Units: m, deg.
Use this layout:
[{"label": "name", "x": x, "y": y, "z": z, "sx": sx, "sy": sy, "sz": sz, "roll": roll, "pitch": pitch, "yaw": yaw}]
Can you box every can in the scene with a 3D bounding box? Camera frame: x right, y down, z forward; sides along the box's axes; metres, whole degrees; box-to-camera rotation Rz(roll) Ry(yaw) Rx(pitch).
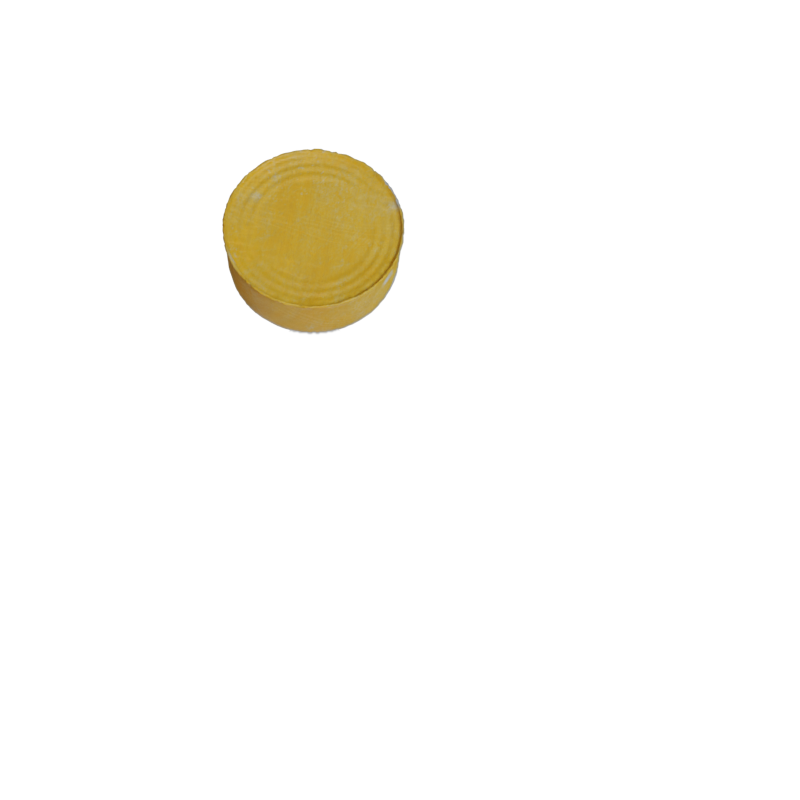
[{"label": "can", "x": -0.042, "y": -0.076, "z": 0.535, "sx": 0.086, "sy": 0.091, "sz": 0.032, "roll": -1, "pitch": -26, "yaw": -1}]
